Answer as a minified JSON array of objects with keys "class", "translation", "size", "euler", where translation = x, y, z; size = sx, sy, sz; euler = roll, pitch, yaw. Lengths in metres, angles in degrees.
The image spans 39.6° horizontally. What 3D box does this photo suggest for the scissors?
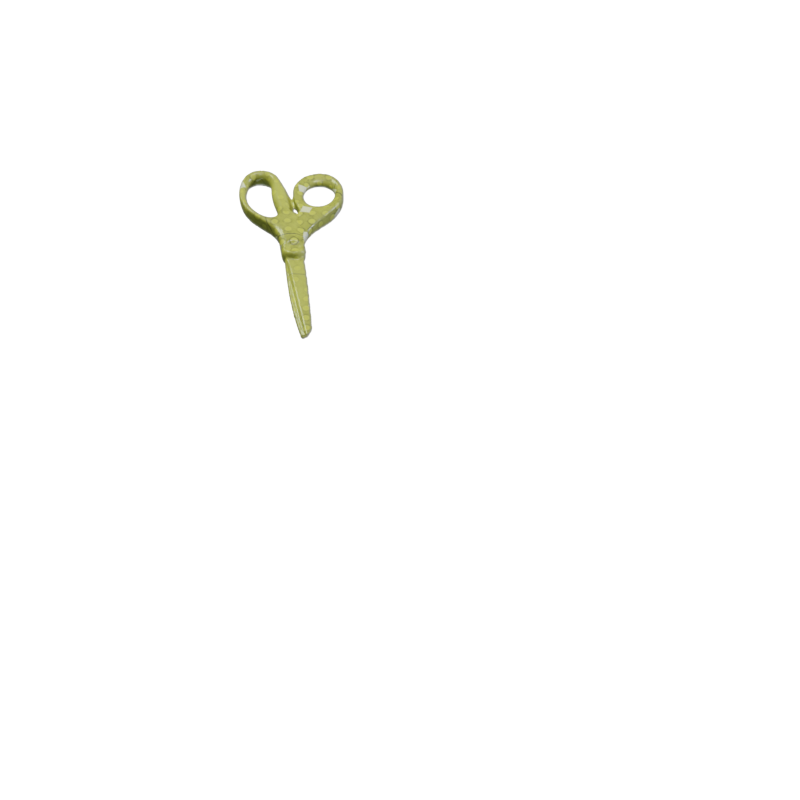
[{"class":"scissors","translation":[-0.069,-0.127,0.886],"size":[0.095,0.015,0.219],"euler":[-16,46,-16]}]
